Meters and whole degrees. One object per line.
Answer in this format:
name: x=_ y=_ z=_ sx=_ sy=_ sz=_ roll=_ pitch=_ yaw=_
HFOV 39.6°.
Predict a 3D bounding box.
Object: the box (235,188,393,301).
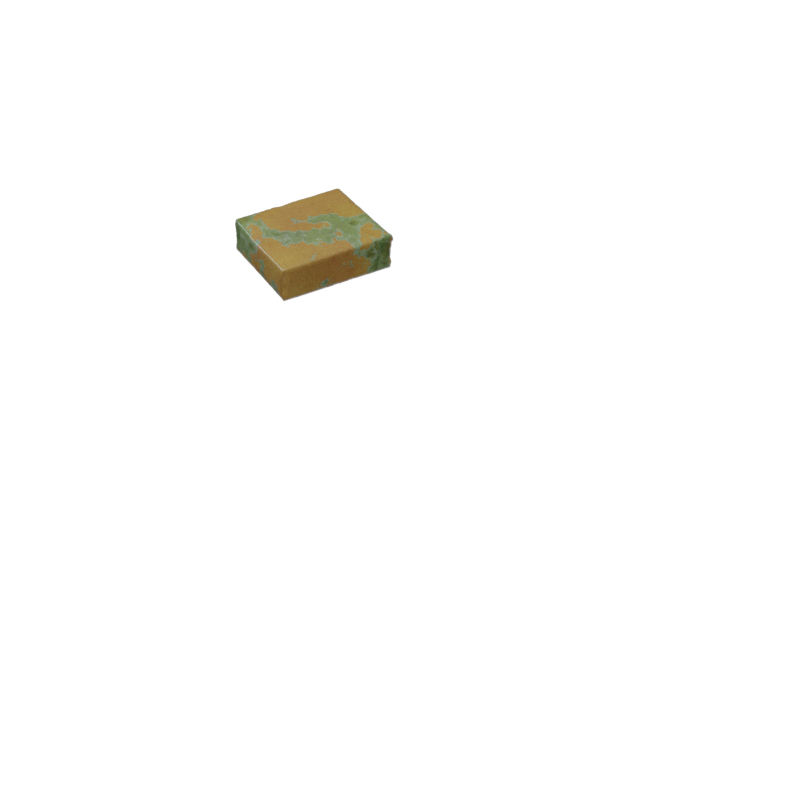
box: x=-0.061 y=-0.112 z=0.782 sx=0.088 sy=0.028 sz=0.079 roll=-21 pitch=44 yaw=-24
